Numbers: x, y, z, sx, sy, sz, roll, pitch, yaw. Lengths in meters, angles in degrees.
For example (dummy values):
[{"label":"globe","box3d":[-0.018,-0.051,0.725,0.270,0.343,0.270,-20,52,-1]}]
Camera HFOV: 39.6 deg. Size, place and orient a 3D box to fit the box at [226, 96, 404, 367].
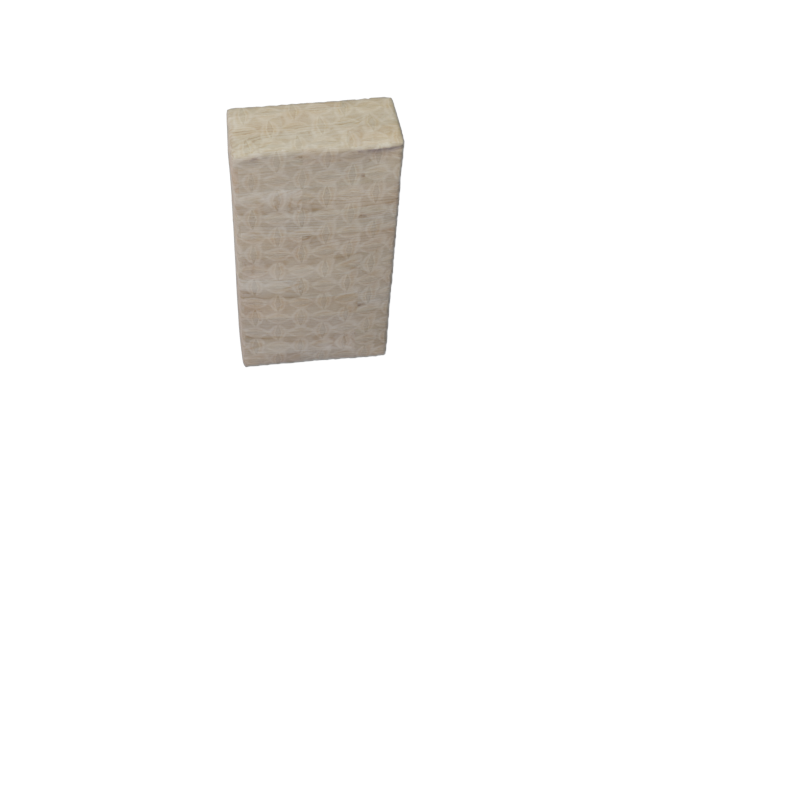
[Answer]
[{"label":"box","box3d":[-0.050,-0.091,0.642,0.093,0.052,0.164,-5,-37,-7]}]
